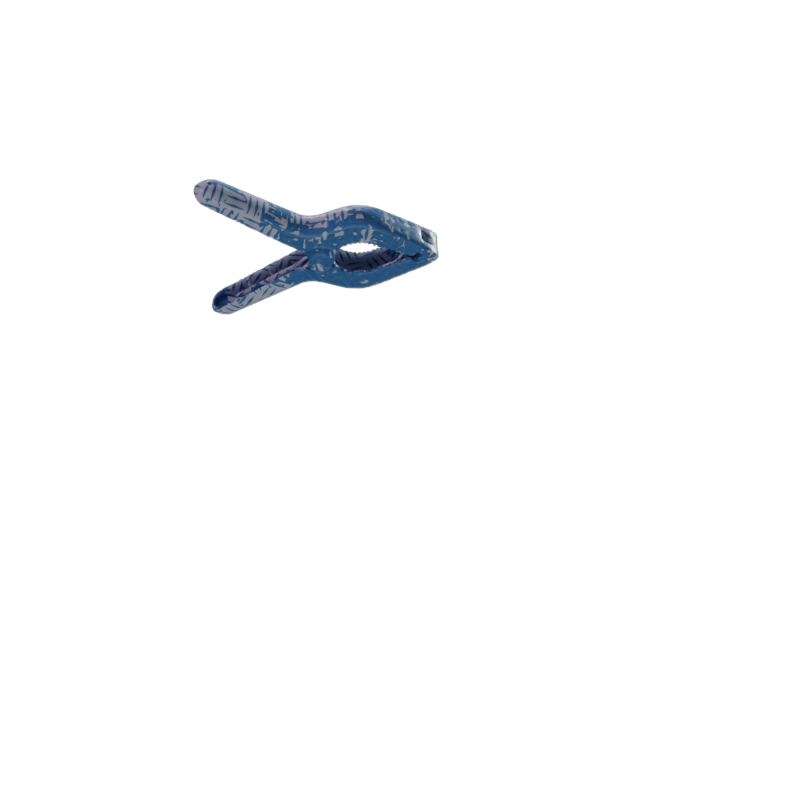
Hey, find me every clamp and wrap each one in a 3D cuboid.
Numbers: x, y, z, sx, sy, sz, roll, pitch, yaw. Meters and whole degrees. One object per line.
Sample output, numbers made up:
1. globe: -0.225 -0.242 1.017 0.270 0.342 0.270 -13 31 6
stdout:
1. clamp: -0.074 -0.135 0.949 0.211 0.039 0.152 -4 -35 6
